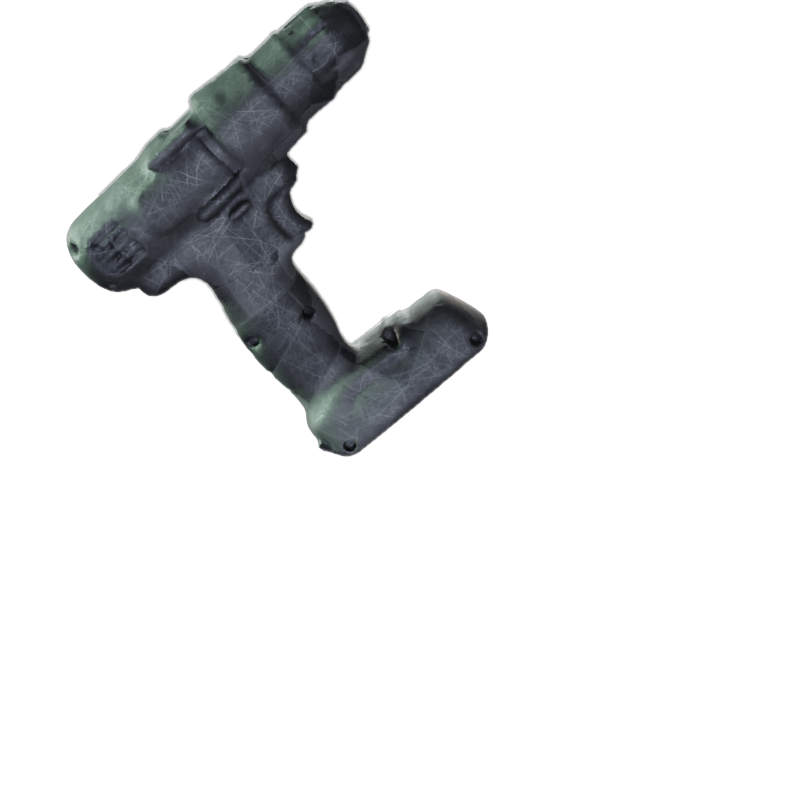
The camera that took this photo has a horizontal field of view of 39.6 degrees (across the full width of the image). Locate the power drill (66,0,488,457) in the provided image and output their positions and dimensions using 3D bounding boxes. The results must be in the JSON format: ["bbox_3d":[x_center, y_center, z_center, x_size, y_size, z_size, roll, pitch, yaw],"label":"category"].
[{"bbox_3d":[-0.043,-0.079,0.555,0.183,0.182,0.060,-41,12,10],"label":"power drill"}]
